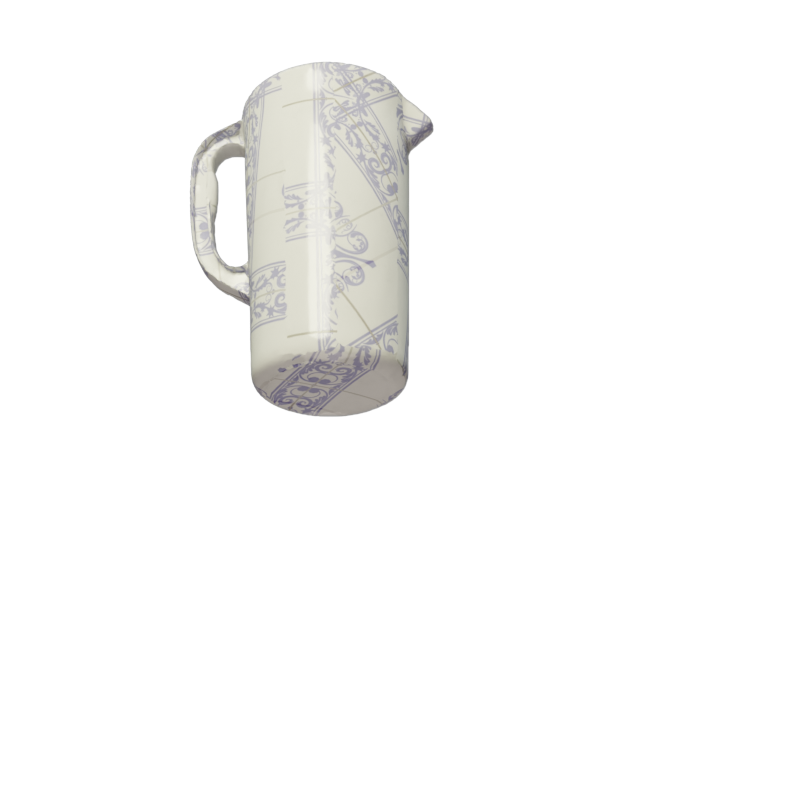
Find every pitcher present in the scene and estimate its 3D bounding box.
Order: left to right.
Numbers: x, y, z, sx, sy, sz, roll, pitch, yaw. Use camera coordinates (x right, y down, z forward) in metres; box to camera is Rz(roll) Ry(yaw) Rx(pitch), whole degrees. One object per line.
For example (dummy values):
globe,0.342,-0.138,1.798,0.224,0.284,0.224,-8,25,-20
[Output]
pitcher,-0.064,-0.117,0.818,0.137,0.259,0.148,21,-37,-35
